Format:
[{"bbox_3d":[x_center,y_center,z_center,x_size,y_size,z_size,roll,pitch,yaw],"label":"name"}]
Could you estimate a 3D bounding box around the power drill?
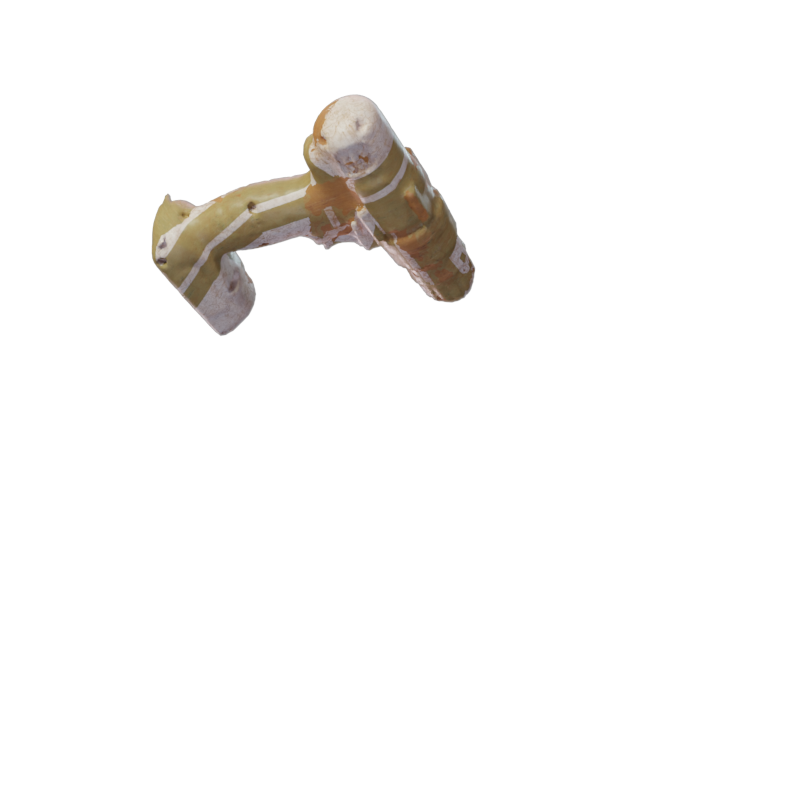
[{"bbox_3d":[-0.059,-0.108,0.758,0.189,0.062,0.170,-20,-47,19],"label":"power drill"}]
